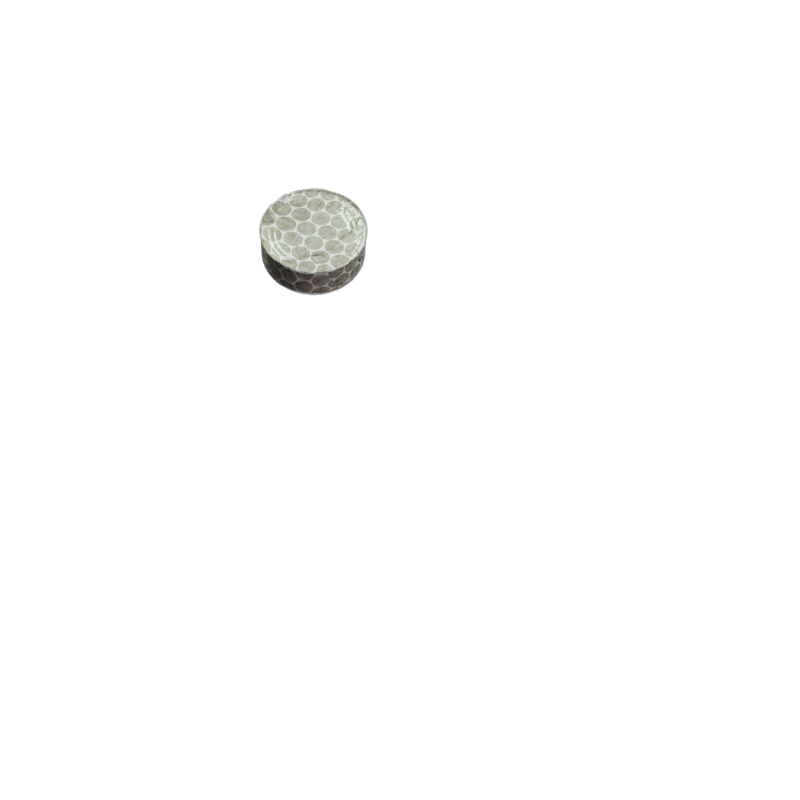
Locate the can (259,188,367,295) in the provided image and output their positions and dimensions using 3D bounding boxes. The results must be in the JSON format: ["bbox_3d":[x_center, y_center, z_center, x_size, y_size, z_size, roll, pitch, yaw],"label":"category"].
[{"bbox_3d":[-0.069,-0.127,0.887,0.086,0.092,0.031,-1,-35,-1],"label":"can"}]
